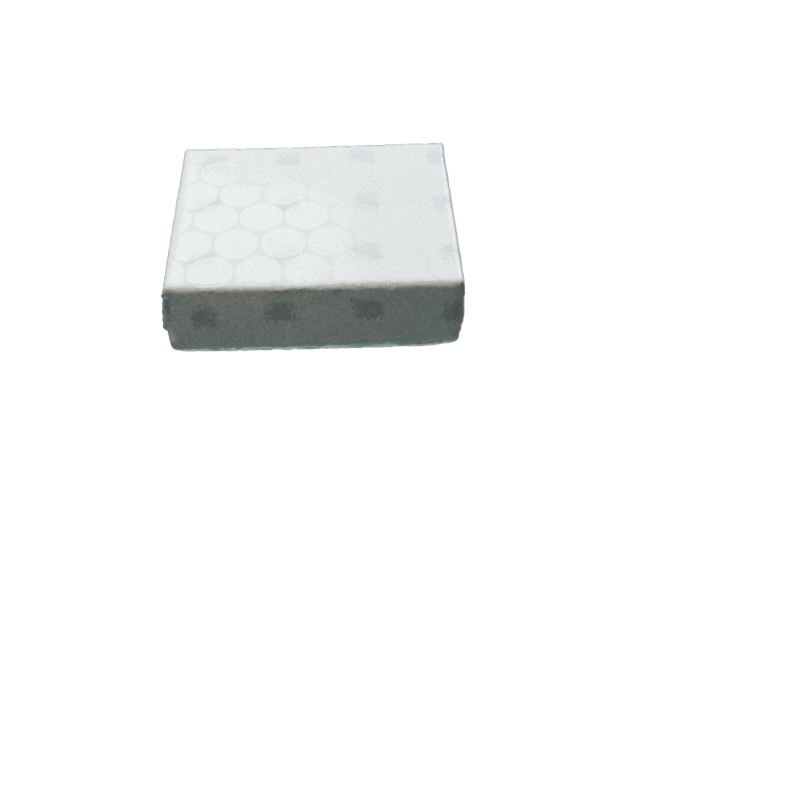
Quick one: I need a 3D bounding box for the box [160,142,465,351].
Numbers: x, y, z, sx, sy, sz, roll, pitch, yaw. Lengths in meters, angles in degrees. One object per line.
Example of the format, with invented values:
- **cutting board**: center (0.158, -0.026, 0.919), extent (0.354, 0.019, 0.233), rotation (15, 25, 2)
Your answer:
- **box**: center (-0.035, -0.063, 0.444), extent (0.113, 0.036, 0.096), rotation (-1, 45, -1)
